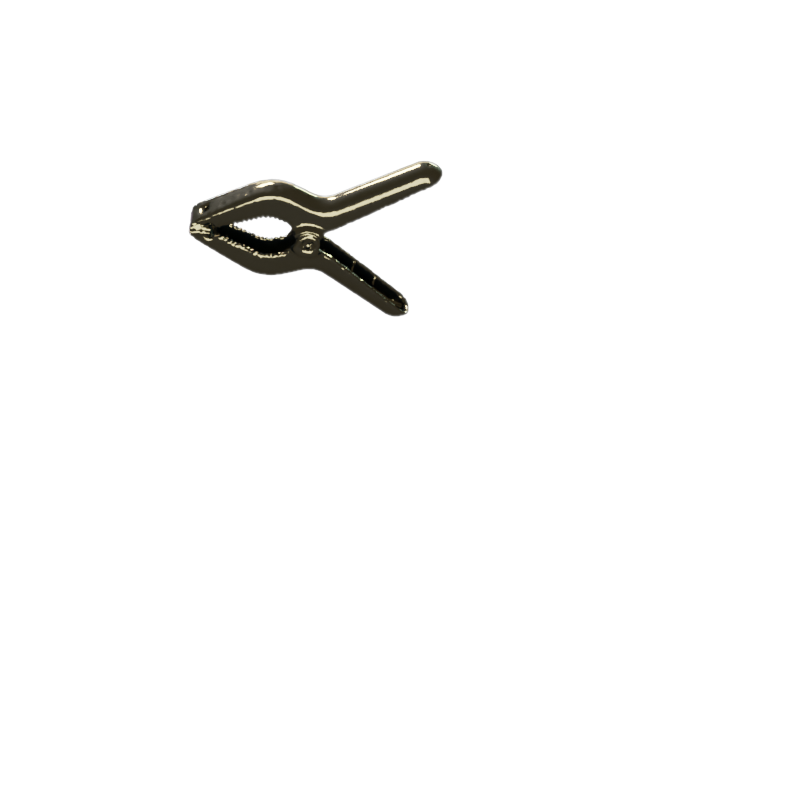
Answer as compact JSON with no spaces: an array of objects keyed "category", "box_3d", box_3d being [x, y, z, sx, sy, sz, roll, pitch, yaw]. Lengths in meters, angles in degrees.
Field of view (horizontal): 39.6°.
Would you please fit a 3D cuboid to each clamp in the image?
[{"category":"clamp","box_3d":[-0.075,-0.136,0.955,0.210,0.153,0.039,1,42,-1]}]
